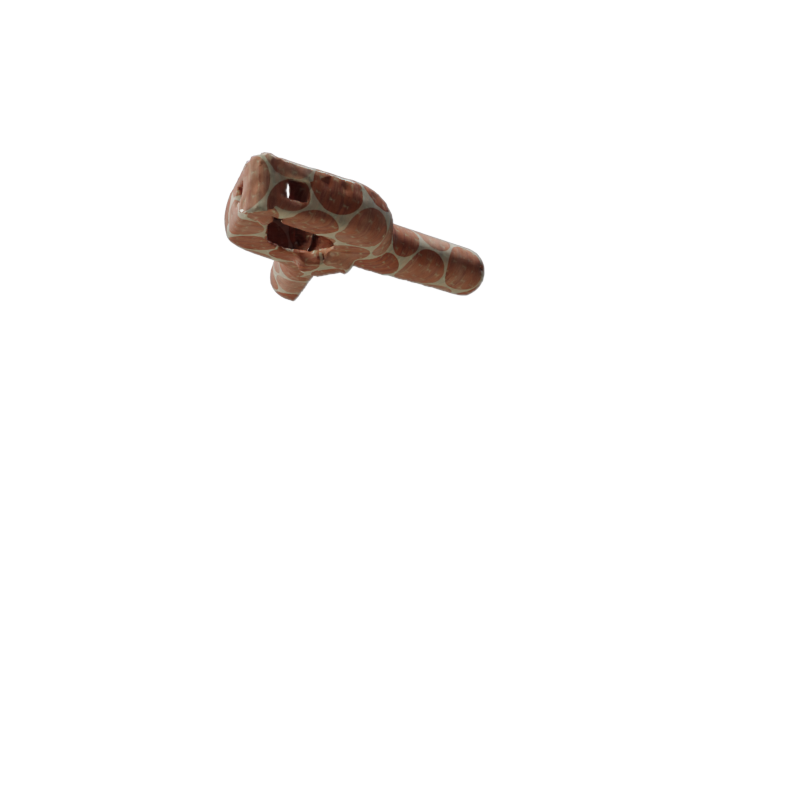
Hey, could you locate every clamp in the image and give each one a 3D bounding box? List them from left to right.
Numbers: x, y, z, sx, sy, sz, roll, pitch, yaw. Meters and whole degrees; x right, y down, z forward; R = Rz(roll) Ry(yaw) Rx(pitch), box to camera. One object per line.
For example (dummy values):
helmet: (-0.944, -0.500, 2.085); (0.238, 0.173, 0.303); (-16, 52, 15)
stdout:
clamp: (-0.043, -0.079, 0.552); (0.123, 0.041, 0.161); (-8, -17, 28)
